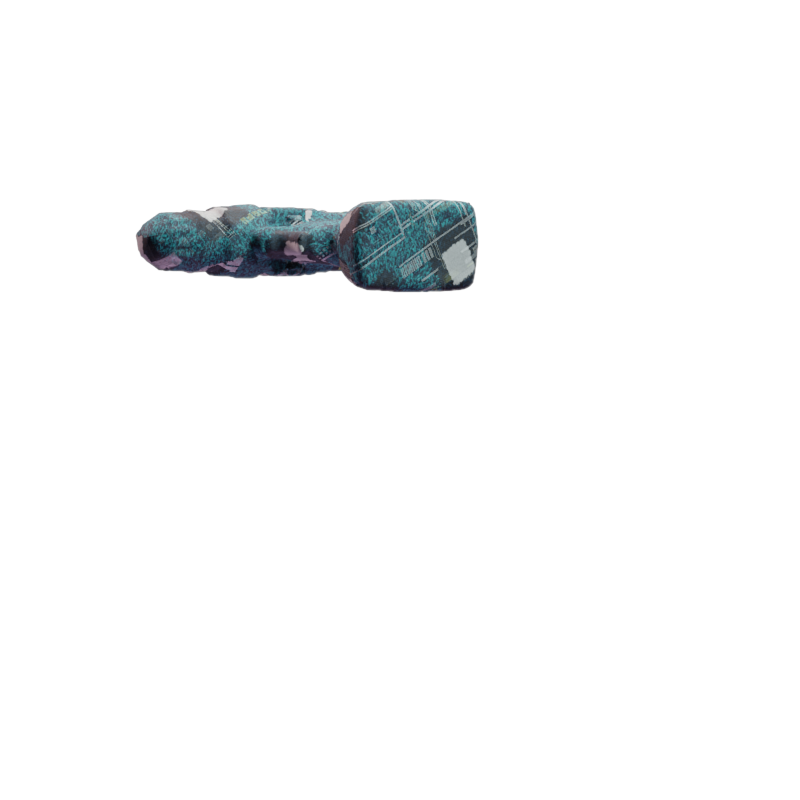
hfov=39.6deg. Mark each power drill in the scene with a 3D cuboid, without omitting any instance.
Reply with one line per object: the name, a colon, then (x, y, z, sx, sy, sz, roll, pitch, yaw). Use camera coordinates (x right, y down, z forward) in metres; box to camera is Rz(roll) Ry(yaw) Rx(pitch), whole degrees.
power drill: (-0.057, -0.105, 0.734, 0.179, 0.056, 0.197, -8, 13, -38)
